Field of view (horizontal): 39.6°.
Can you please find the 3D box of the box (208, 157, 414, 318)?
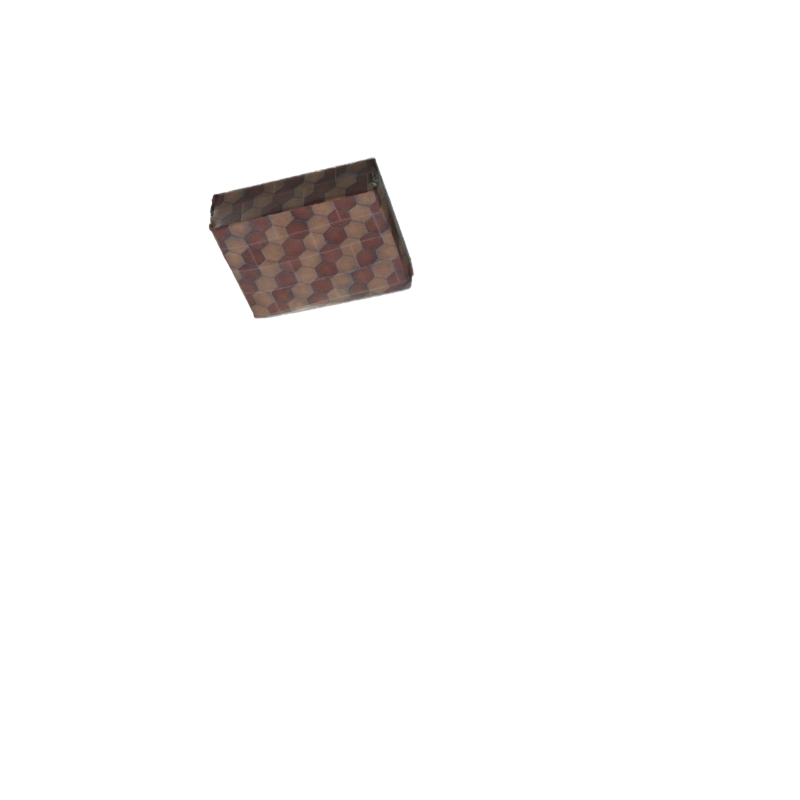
[{"bbox_3d":[-0.057,-0.103,0.722,0.114,0.042,0.083,-12,-46,11],"label":"box"}]
